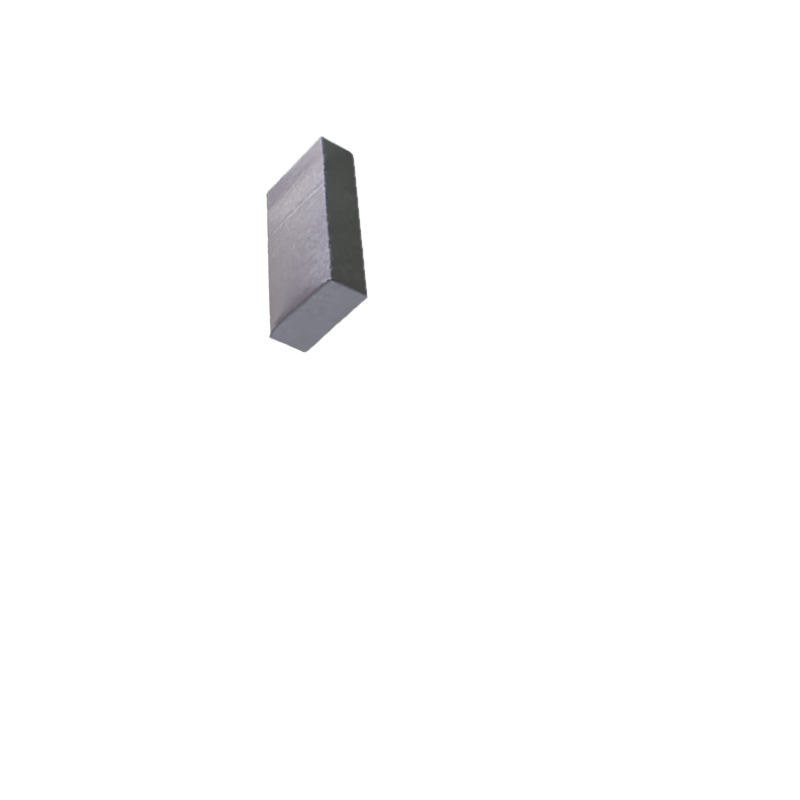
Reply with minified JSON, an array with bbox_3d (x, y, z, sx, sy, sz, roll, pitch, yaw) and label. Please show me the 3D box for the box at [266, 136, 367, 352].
[{"bbox_3d":[-0.076,-0.140,0.981,0.045,0.189,0.092,26,-48,-30],"label":"box"}]
